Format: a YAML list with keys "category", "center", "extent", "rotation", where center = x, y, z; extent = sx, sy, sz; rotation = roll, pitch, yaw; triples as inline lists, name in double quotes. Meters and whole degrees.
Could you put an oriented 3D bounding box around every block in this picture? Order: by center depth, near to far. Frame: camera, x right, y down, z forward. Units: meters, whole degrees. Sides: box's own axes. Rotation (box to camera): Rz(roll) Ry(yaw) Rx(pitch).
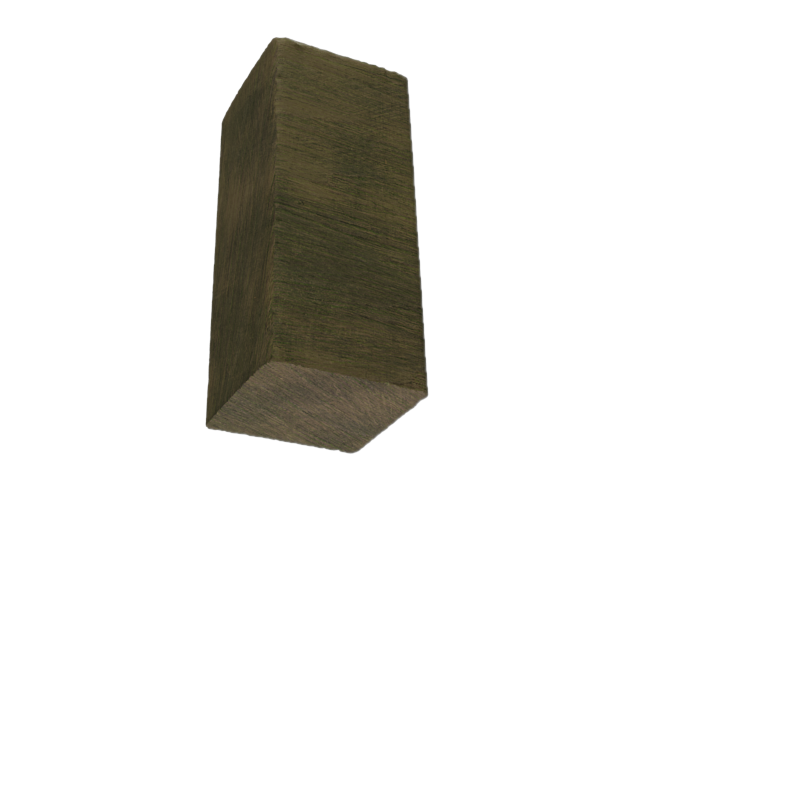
- category: "block"
  center: [-0.049, -0.089, 0.621]
  extent: [0.087, 0.220, 0.088]
  rotation: [13, -33, -24]
